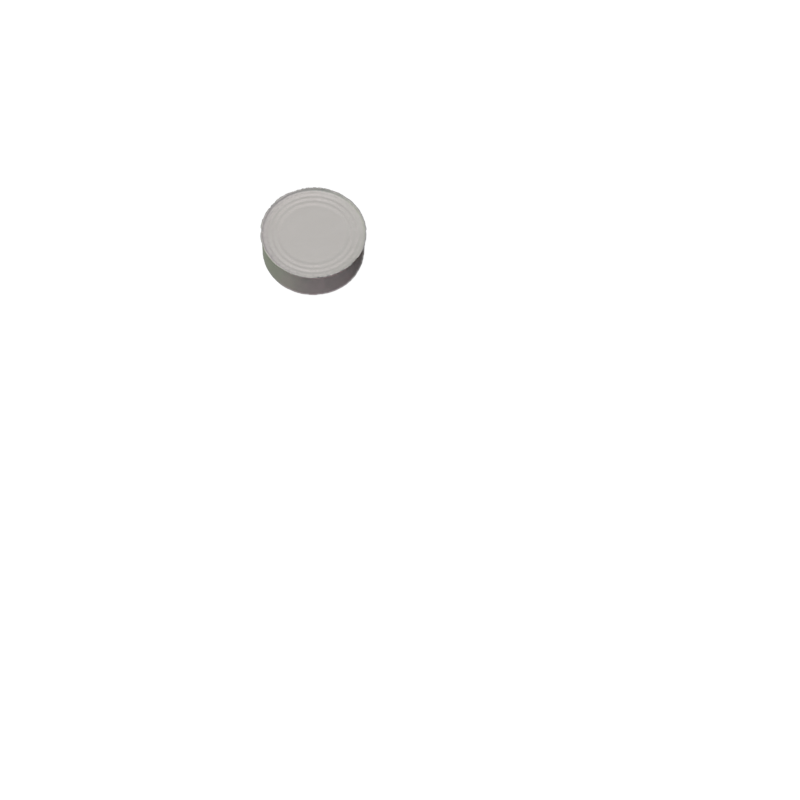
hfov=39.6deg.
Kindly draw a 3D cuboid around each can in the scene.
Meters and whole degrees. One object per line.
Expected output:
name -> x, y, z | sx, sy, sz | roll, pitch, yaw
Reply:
can -> -0.071, -0.129, 0.906 | 0.086, 0.091, 0.032 | -1, -29, -1
